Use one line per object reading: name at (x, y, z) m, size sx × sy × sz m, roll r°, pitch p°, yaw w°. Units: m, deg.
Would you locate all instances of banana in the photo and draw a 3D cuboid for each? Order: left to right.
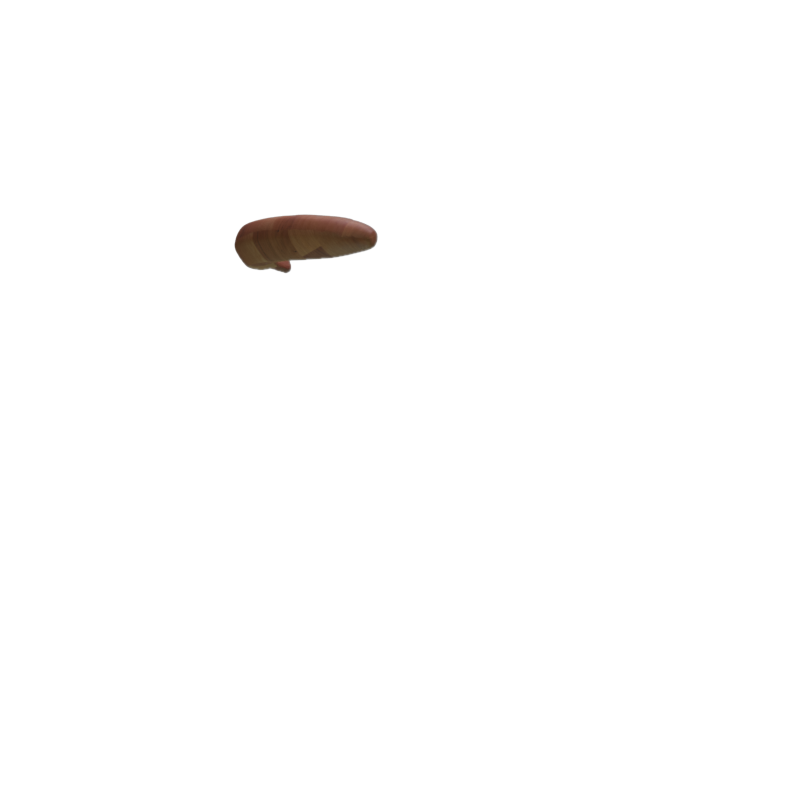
banana at (-0.087, -0.125, 0.873) m, size 0.068 × 0.037 × 0.203 m, roll 0°, pitch 2°, yaw -24°
